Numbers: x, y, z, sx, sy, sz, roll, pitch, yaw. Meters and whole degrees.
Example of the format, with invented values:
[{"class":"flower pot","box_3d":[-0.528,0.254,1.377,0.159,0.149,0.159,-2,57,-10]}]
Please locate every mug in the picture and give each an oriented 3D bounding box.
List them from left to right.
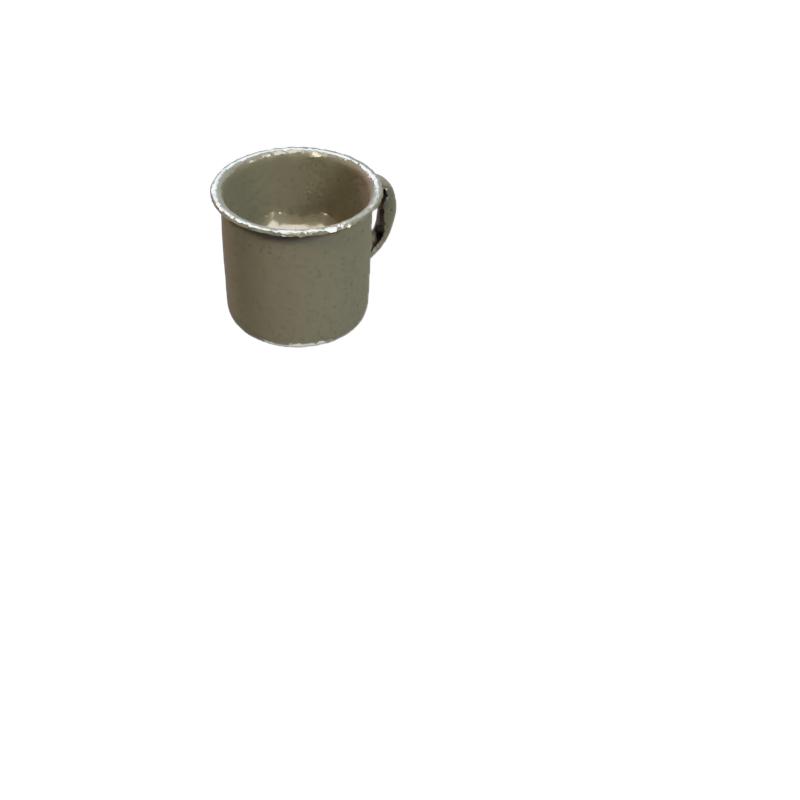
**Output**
[{"class":"mug","box_3d":[-0.049,-0.089,0.625,0.117,0.076,0.100,-30,47,-34]}]
